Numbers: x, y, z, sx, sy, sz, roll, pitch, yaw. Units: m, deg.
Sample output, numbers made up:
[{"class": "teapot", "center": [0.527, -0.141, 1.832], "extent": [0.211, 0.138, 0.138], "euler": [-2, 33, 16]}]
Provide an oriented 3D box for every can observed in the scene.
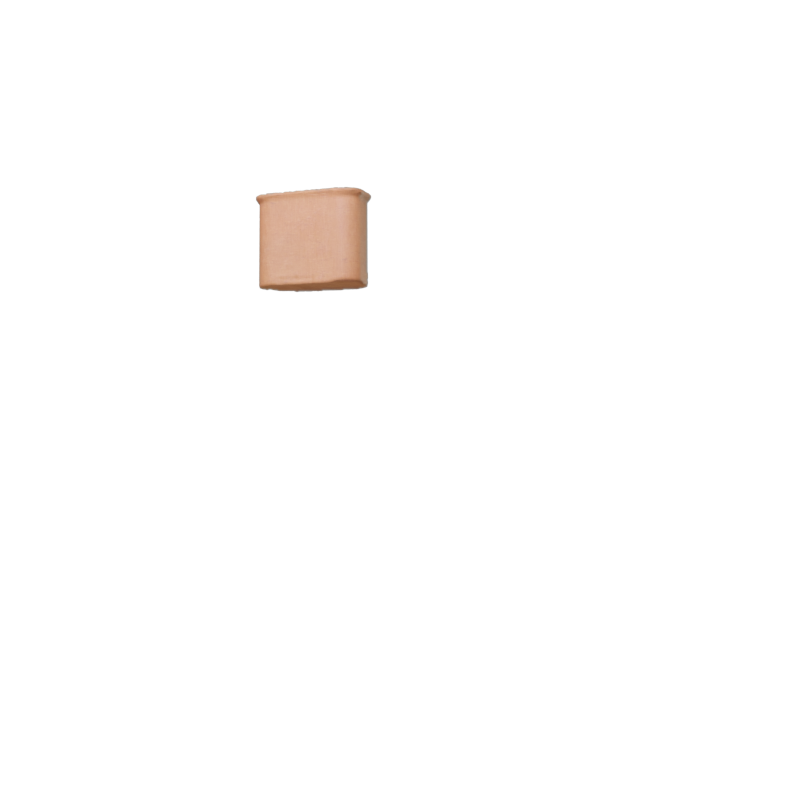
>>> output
[{"class": "can", "center": [-0.078, -0.142, 0.996], "extent": [0.104, 0.086, 0.055], "euler": [-2, -7, 20]}]
